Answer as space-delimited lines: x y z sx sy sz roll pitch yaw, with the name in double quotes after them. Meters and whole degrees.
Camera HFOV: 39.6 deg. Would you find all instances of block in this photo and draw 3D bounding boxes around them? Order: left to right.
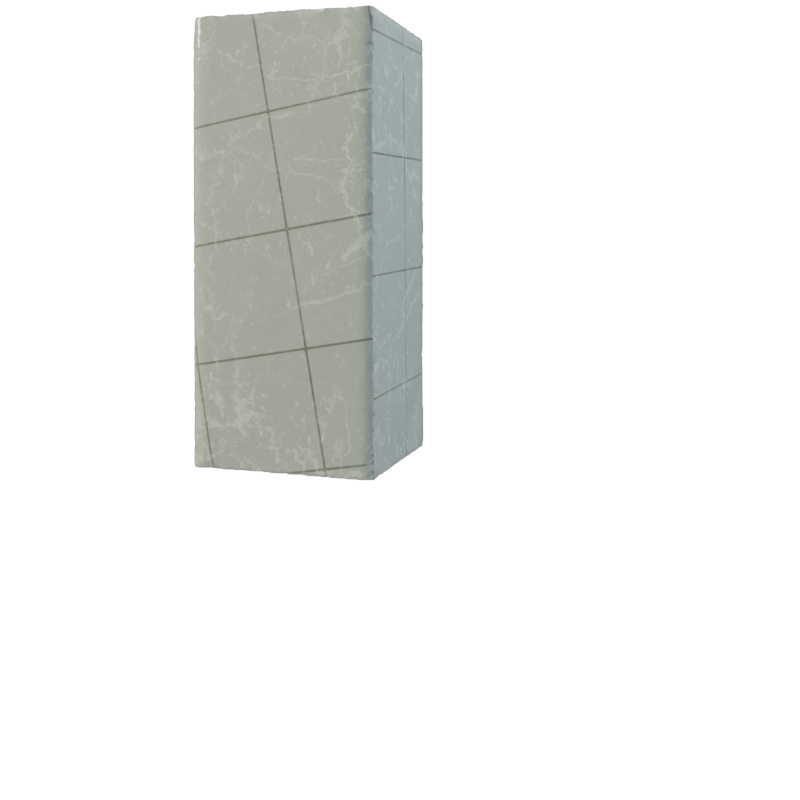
-0.042 -0.076 0.535 0.092 0.206 0.089 1 2 17 "block"
